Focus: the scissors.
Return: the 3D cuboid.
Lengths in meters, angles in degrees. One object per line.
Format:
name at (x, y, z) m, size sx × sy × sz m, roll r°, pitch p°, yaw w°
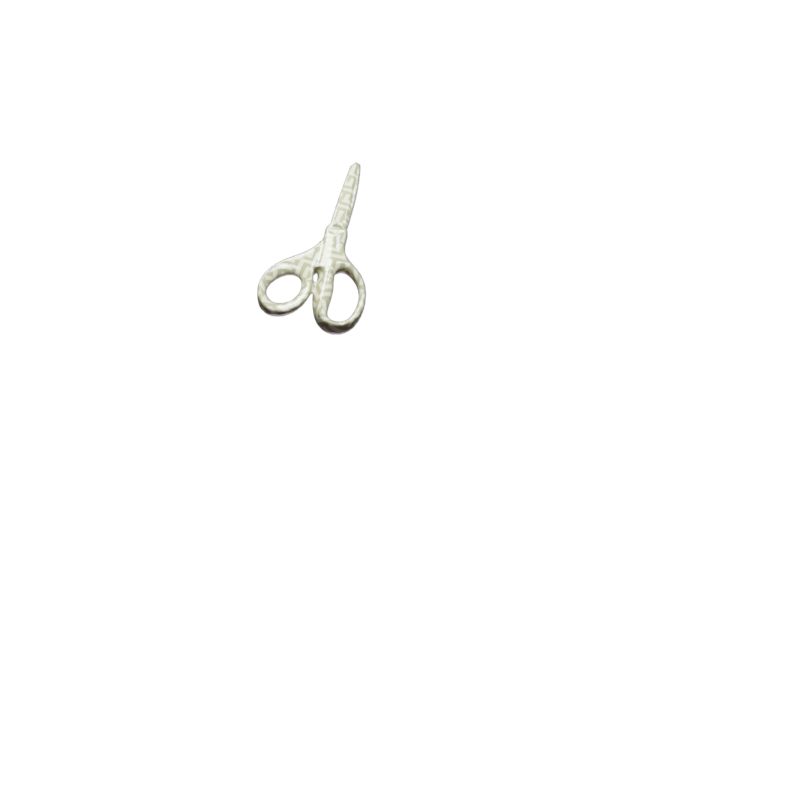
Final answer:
scissors at (-0.073, -0.133, 0.933) m, size 0.096 × 0.217 × 0.015 m, roll -4°, pitch -42°, yaw -4°
